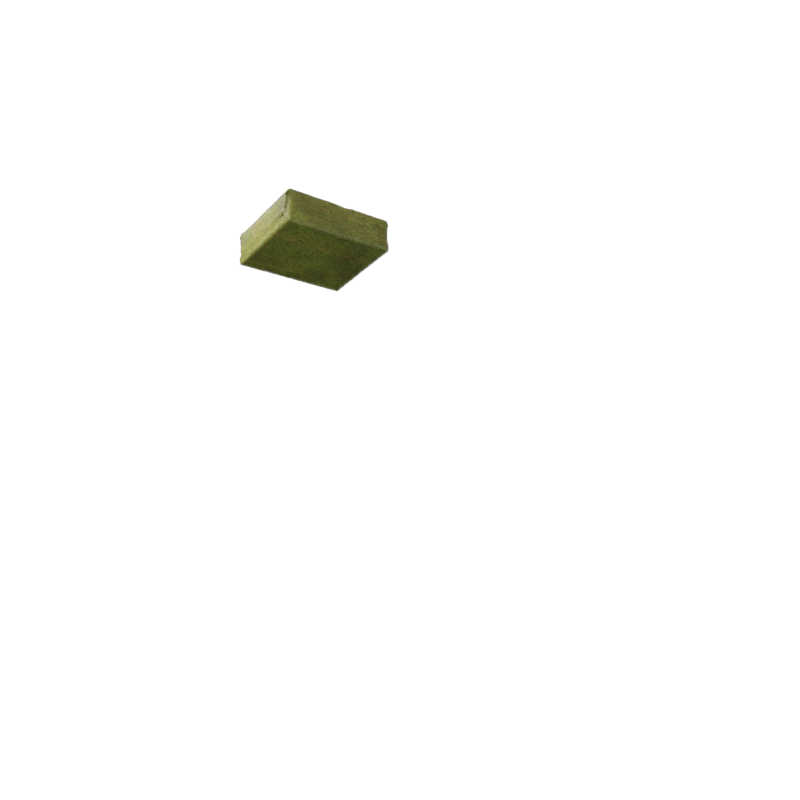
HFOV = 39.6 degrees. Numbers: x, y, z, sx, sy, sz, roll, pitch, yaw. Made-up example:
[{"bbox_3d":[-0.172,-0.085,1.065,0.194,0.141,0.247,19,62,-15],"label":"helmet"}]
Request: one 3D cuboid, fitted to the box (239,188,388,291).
[{"bbox_3d":[-0.065,-0.118,0.827,0.085,0.032,0.072,15,-30,-29],"label":"box"}]
